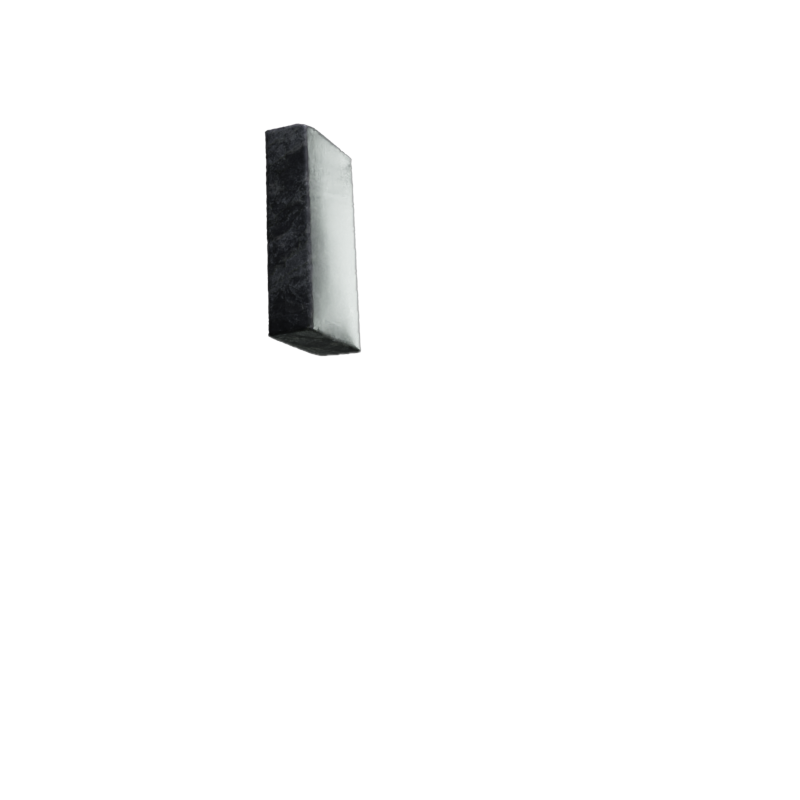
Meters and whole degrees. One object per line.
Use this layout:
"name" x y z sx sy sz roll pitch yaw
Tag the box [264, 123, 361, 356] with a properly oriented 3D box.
"box" -0.071 -0.130 0.912 0.049 0.183 0.088 -8 -17 23
